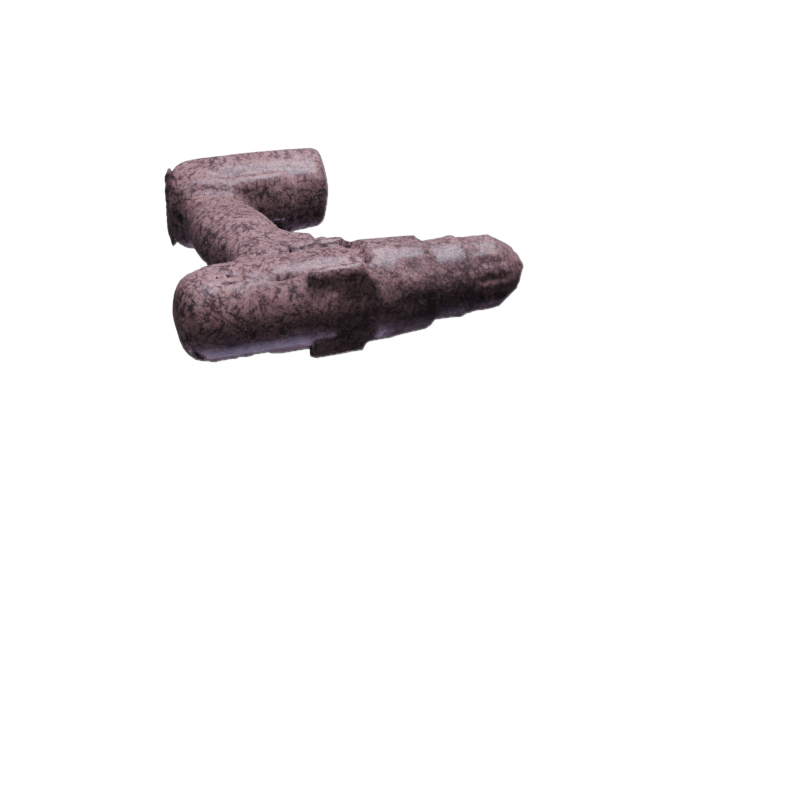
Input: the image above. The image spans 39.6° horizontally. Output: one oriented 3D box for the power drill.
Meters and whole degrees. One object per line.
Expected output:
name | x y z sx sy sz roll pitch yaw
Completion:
power drill | -0.049 -0.089 0.624 0.181 0.054 0.201 -9 29 -18
